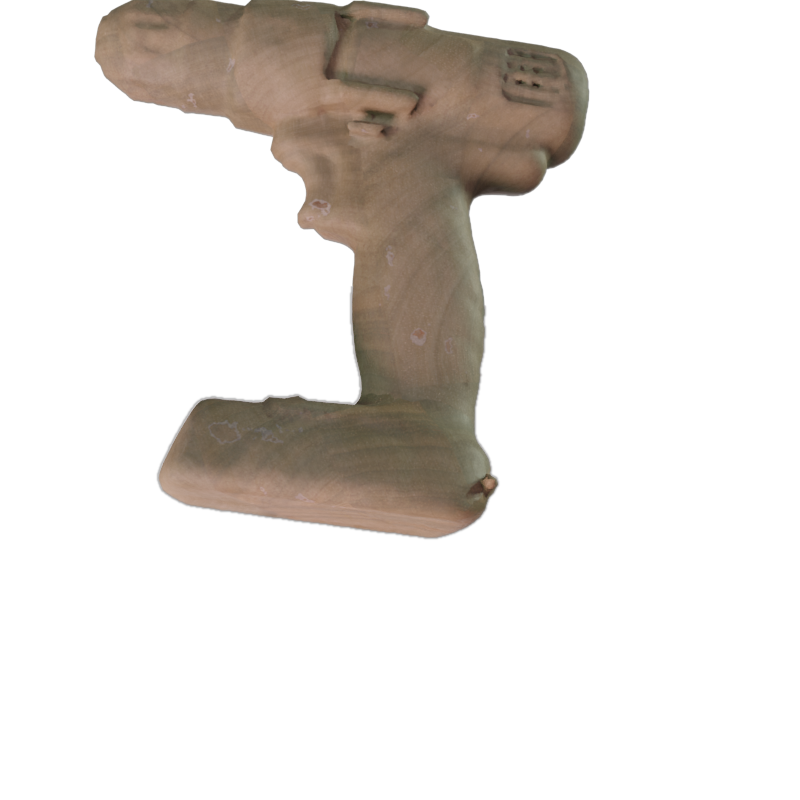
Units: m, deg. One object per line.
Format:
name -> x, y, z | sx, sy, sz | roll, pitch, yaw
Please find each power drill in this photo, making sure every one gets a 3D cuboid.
power drill -> -0.030, -0.056, 0.389 | 0.185, 0.196, 0.055 | 7, -19, 2
